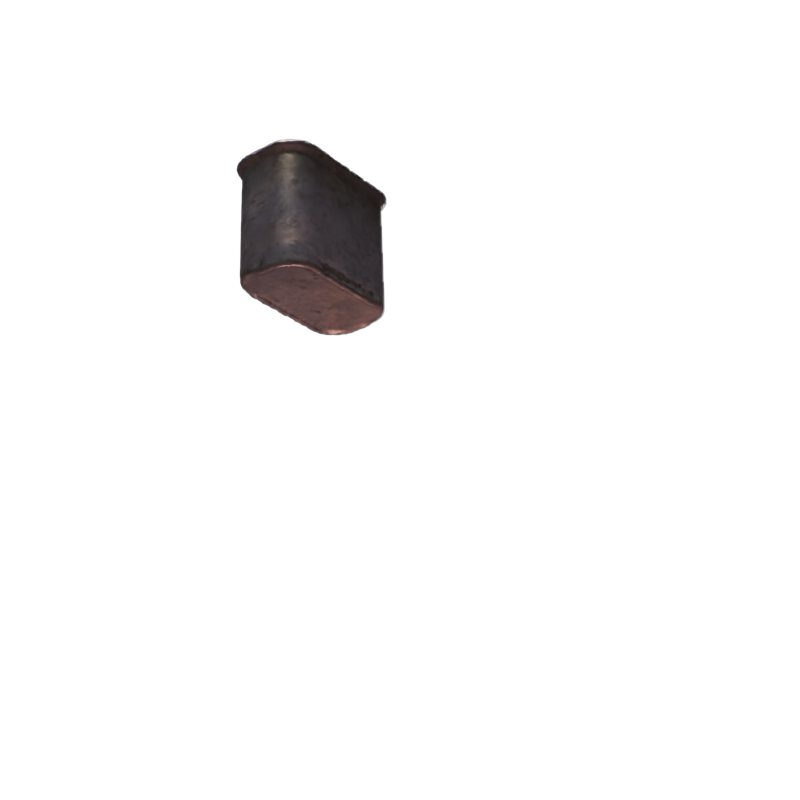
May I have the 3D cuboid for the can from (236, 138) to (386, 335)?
[{"bbox_3d":[-0.053,-0.096,0.673,0.058,0.089,0.095,-21,-32,32],"label":"can"}]
